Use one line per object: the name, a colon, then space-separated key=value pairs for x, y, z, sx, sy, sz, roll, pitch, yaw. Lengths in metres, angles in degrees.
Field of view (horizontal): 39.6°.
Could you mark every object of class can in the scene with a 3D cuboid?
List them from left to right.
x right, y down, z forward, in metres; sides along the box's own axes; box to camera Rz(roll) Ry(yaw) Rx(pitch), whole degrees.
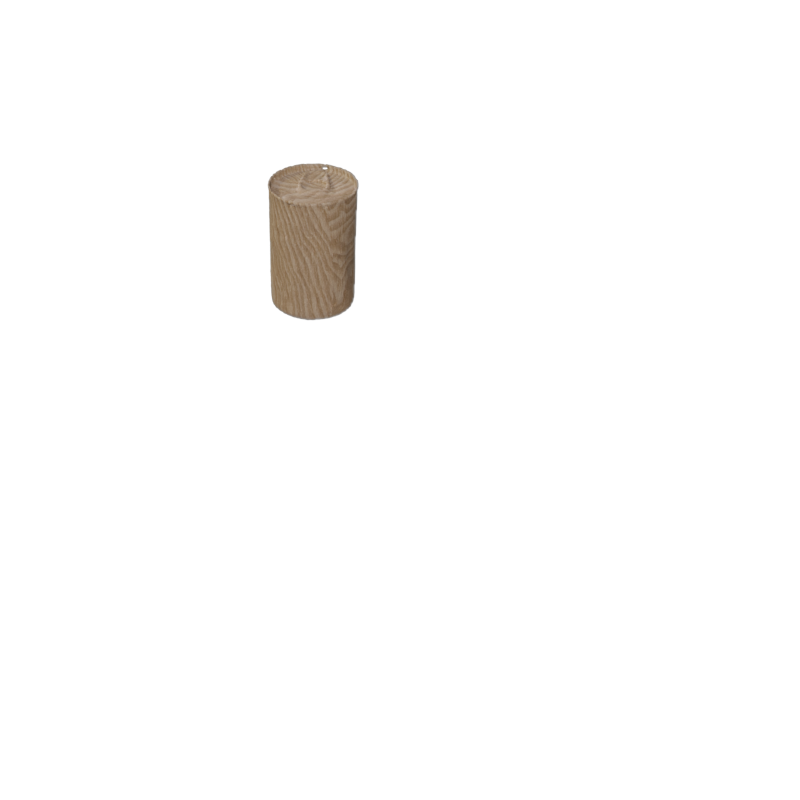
can: x=-0.067 y=-0.121 z=0.850 sx=0.068 sy=0.096 sz=0.073 roll=0 pitch=34 yaw=-3
